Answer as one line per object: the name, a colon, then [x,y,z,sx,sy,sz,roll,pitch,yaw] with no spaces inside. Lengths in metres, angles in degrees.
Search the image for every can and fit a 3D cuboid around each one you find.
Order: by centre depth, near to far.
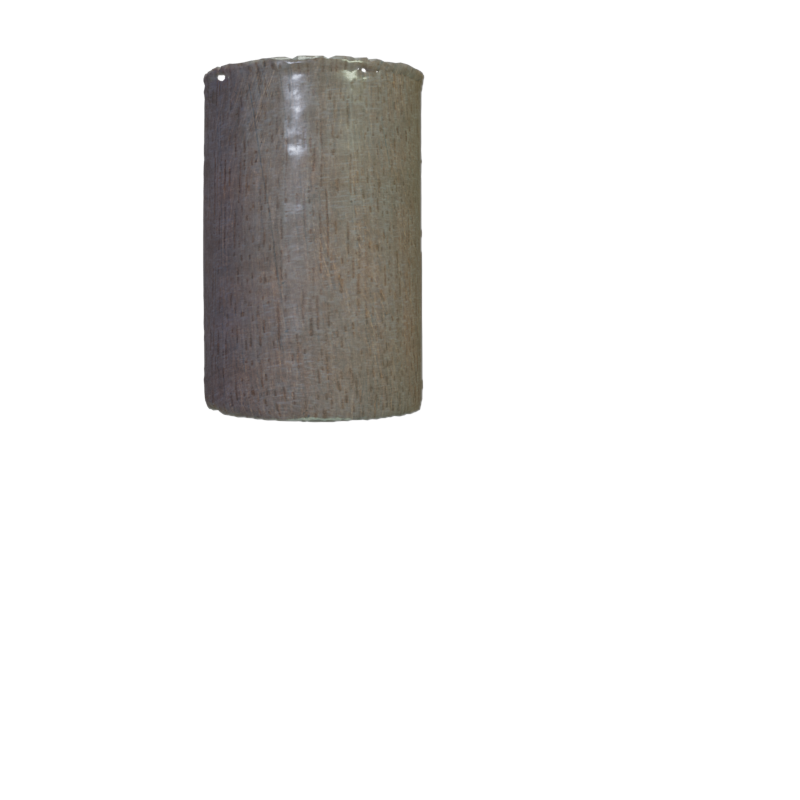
can: [-0.027,-0.049,0.340,0.068,0.103,0.069,0,0,-2]
